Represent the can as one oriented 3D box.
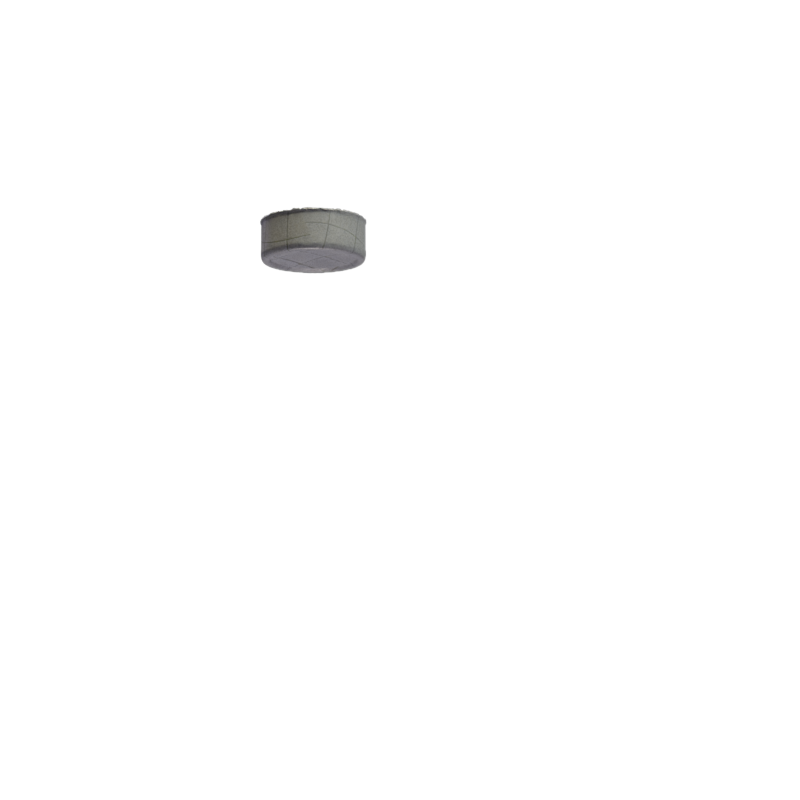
[{"bbox_3d":[-0.070,-0.127,0.891,0.086,0.034,0.084,0,-8,-2],"label":"can"}]
